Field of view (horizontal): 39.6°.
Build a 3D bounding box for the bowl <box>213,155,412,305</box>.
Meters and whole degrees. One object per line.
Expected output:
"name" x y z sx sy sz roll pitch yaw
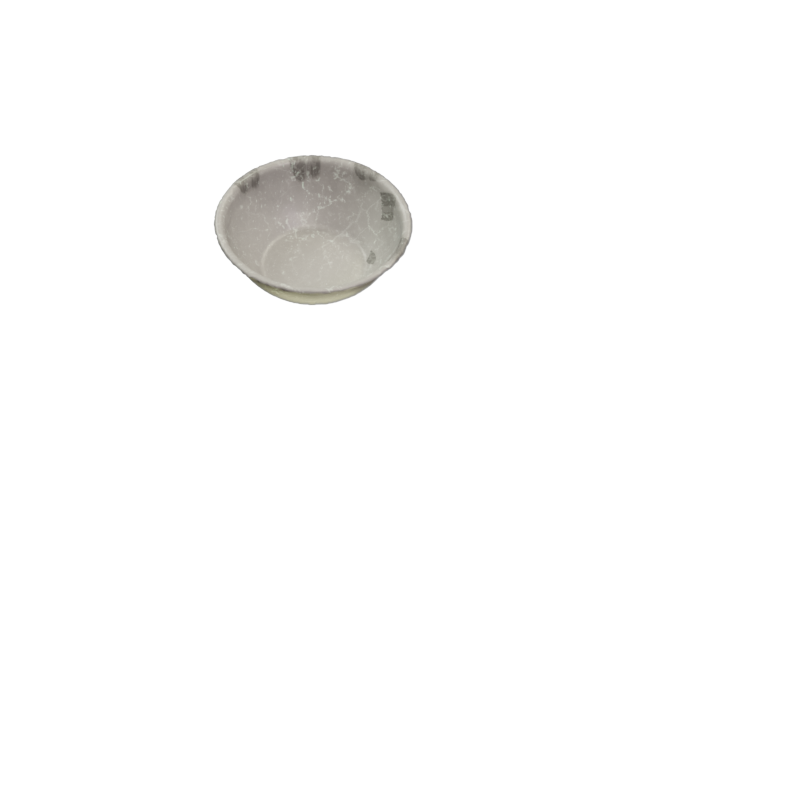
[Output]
"bowl" -0.072 -0.132 0.922 0.162 0.174 0.051 -1 -41 -1
